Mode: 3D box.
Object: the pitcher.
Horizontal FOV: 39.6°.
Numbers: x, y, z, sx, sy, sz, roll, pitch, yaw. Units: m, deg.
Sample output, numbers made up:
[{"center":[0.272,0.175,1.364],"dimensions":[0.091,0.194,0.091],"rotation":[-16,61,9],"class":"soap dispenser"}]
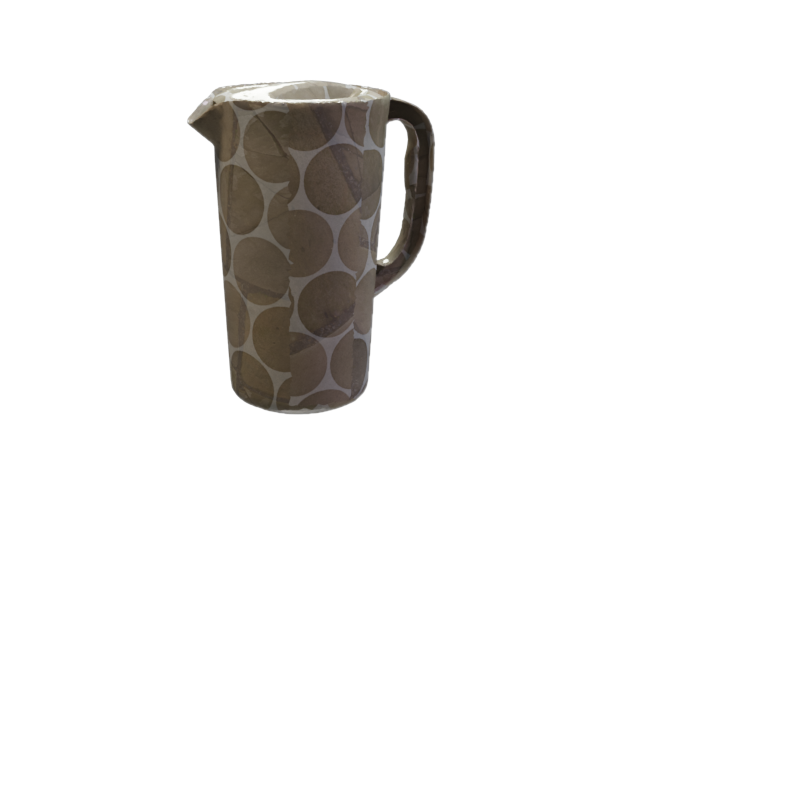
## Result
[{"center":[-0.066,-0.120,0.843],"dimensions":[0.154,0.234,0.145],"rotation":[8,18,23],"class":"pitcher"}]
